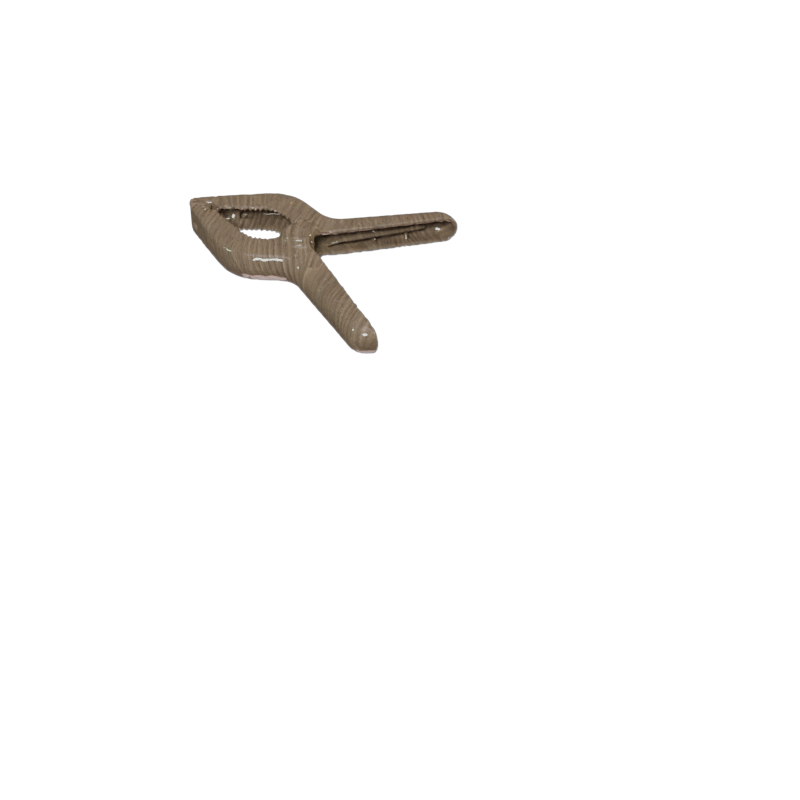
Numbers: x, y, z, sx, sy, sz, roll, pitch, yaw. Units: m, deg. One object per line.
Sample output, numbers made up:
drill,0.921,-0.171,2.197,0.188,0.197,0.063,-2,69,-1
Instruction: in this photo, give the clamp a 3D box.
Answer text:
clamp,-0.069,-0.125,0.877,0.221,0.034,0.168,24,47,24
